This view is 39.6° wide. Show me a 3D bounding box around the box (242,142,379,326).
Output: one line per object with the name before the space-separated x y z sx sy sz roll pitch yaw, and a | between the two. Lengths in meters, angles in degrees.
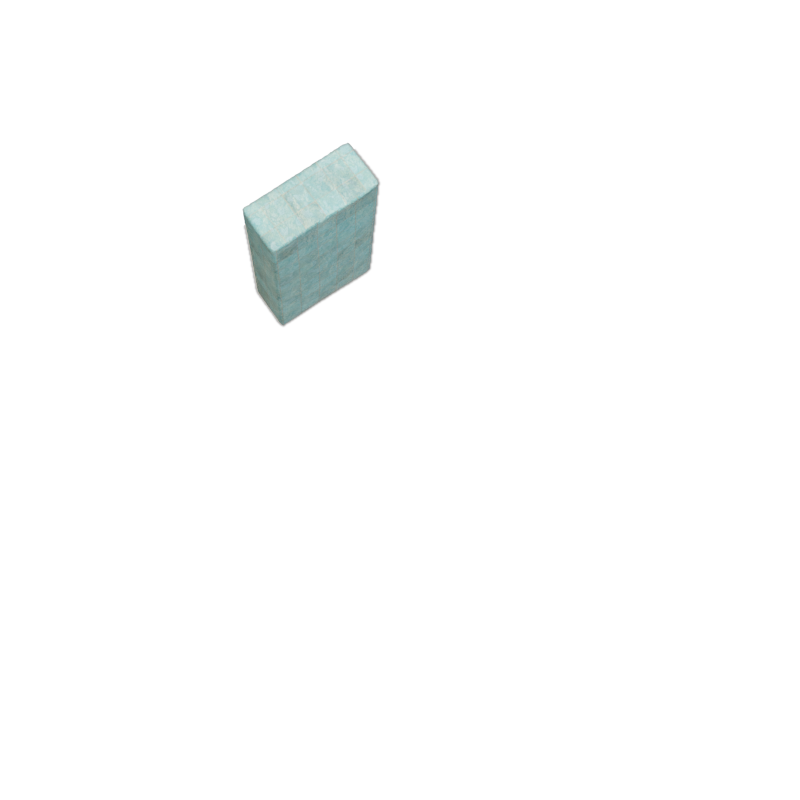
box | -0.066 -0.120 0.843 0.093 0.050 0.170 -35 -7 -10
